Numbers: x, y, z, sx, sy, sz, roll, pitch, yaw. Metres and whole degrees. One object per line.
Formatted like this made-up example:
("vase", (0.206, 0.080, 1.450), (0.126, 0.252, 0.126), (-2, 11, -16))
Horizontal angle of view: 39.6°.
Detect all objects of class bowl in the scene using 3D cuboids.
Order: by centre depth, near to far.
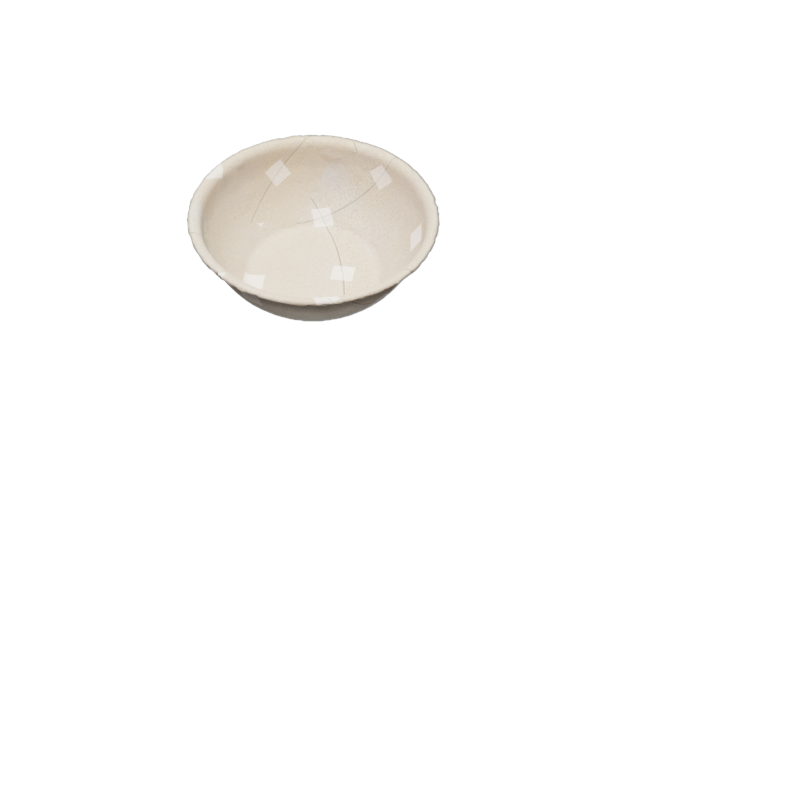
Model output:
("bowl", (-0.057, -0.104, 0.728), (0.162, 0.174, 0.051), (-1, -43, -1))
